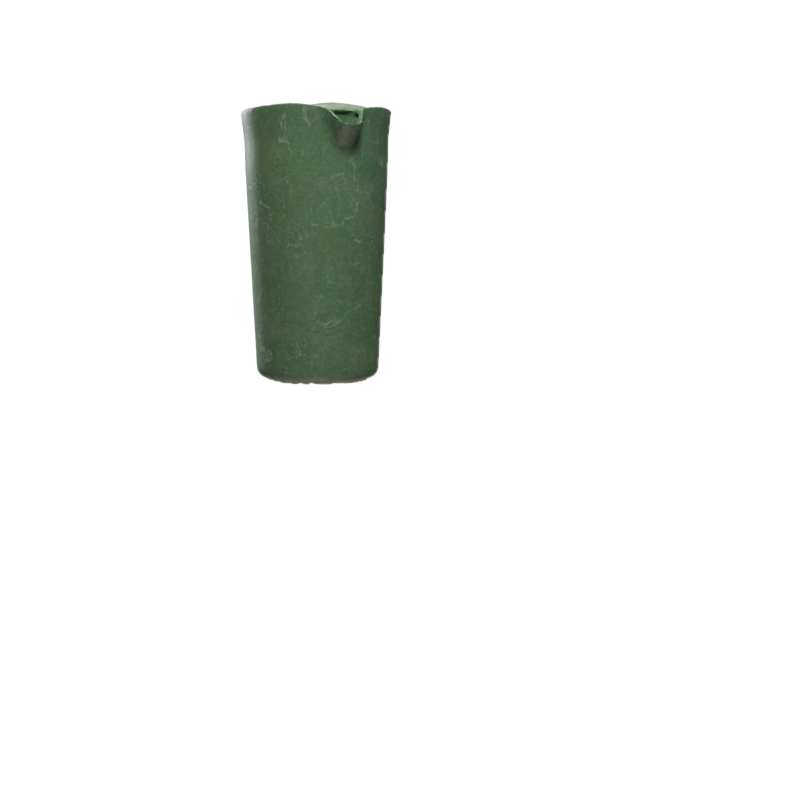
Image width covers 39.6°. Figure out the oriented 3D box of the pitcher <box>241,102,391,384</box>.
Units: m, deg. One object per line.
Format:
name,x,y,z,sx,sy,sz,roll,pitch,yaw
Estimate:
pitcher,-0.078,-0.142,0.992,0.149,0.243,0.145,1,1,21
